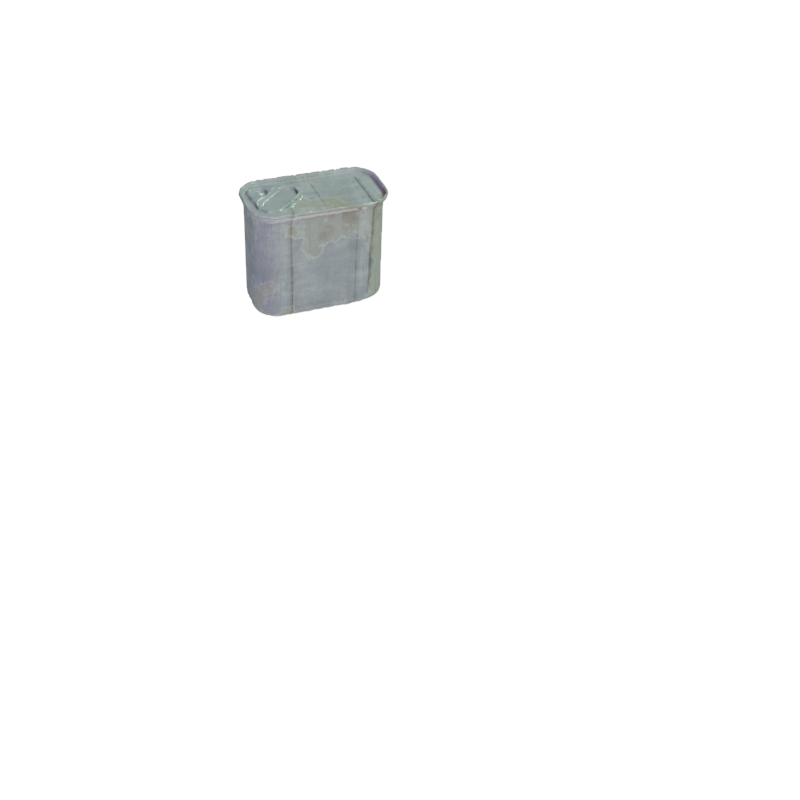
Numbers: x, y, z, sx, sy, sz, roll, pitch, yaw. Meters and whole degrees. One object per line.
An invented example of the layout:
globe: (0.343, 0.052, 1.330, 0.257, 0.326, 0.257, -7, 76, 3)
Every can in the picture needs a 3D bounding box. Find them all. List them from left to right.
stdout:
can: (-0.062, -0.114, 0.796, 0.100, 0.079, 0.062, -10, 36, -16)
